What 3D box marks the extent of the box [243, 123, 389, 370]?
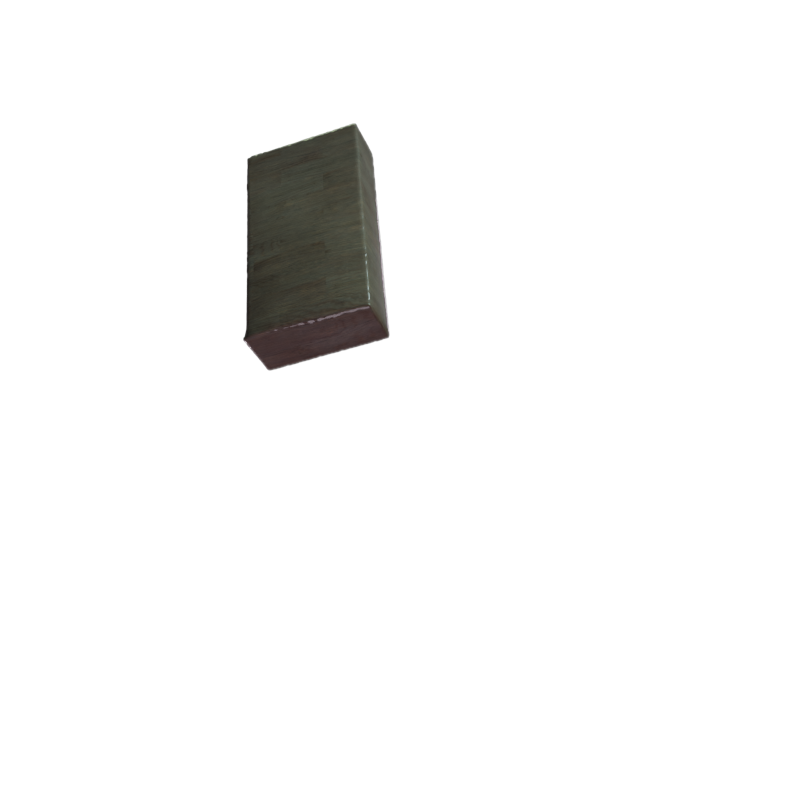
[{"bbox_3d":[-0.062,-0.113,0.793,0.094,0.189,0.044,-15,-41,14],"label":"box"}]
